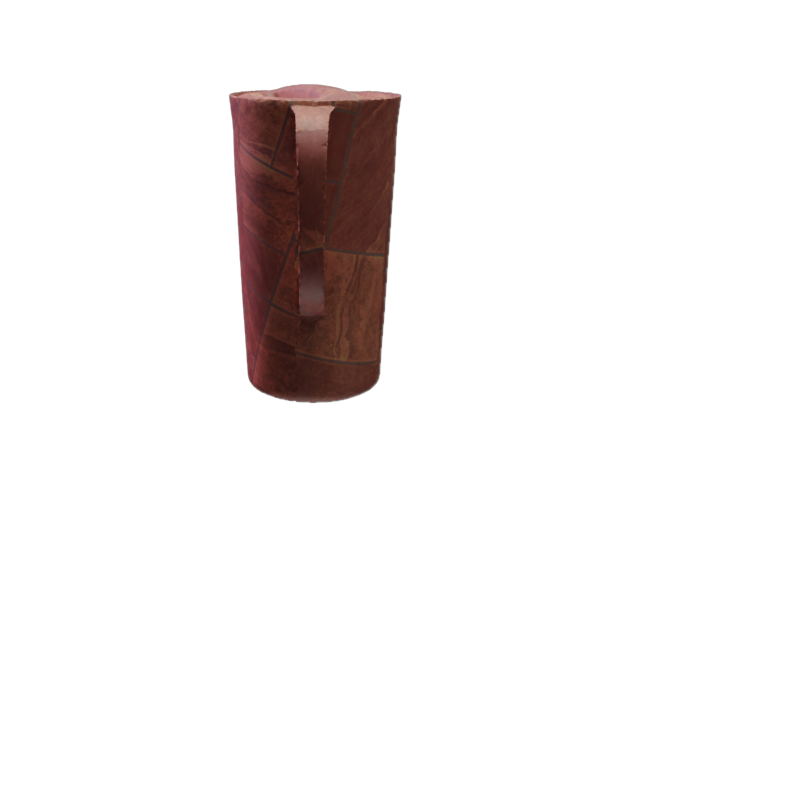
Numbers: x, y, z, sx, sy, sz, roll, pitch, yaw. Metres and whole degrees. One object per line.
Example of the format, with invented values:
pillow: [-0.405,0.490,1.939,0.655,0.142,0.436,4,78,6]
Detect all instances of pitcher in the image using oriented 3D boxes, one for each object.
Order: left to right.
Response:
pitcher: [-0.068,-0.124,0.869,0.153,0.236,0.146,12,17,41]
